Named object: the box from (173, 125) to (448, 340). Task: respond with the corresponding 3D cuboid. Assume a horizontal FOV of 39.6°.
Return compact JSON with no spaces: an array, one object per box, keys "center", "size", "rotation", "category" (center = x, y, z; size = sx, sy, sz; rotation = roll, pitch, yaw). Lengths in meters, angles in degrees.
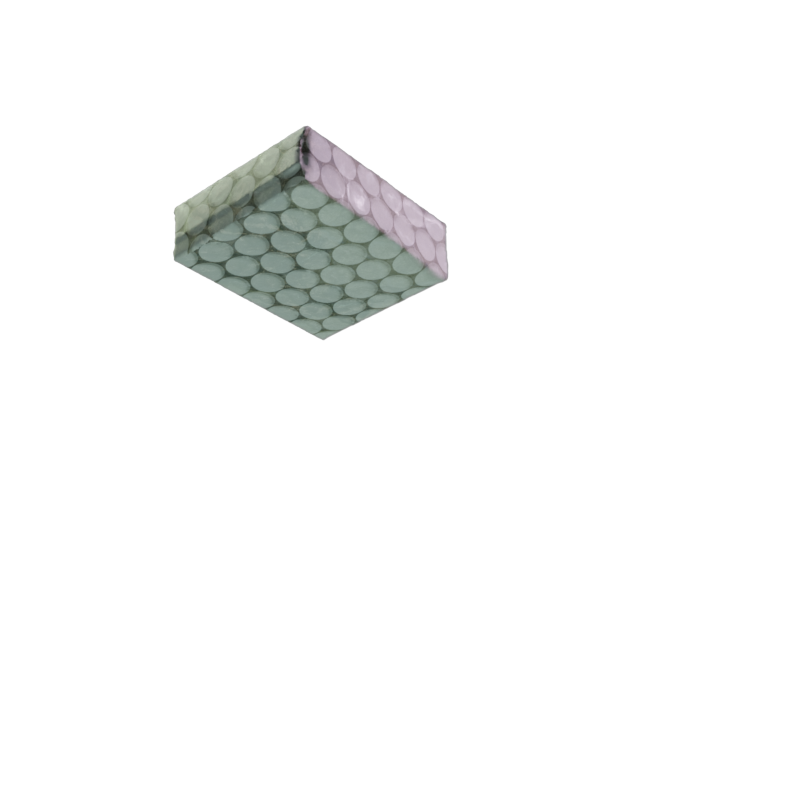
[{"center":[-0.043,-0.079,0.554],"size":[0.090,0.042,0.106],"rotation":[-24,-39,33],"category":"box"}]
